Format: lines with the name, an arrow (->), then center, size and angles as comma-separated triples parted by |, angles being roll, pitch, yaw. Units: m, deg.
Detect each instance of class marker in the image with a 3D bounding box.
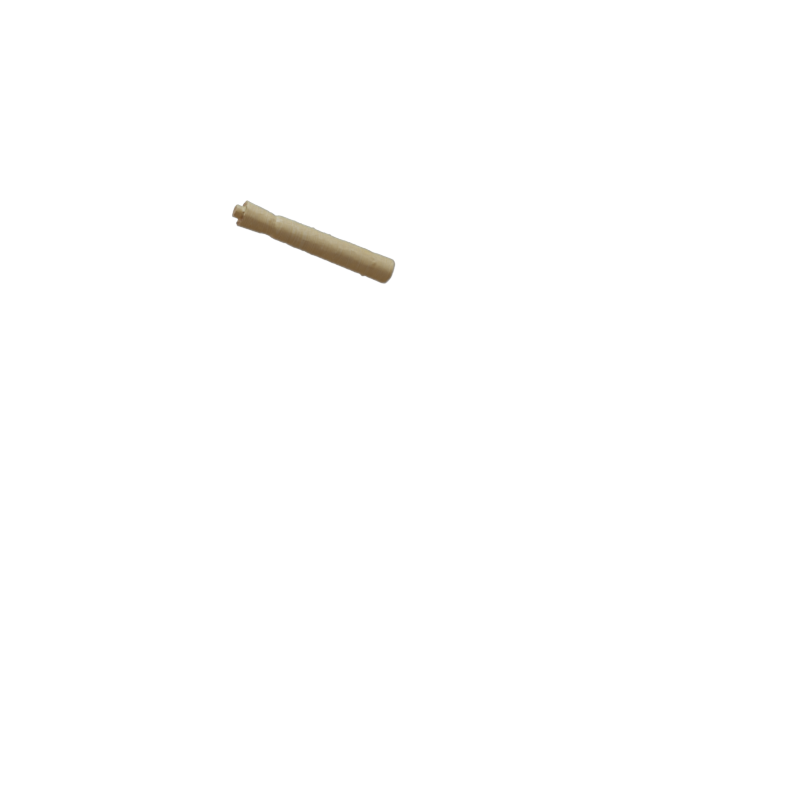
marker -> -0.061, -0.110, 0.773 | 0.117, 0.020, 0.020 | 20, -3, -17
